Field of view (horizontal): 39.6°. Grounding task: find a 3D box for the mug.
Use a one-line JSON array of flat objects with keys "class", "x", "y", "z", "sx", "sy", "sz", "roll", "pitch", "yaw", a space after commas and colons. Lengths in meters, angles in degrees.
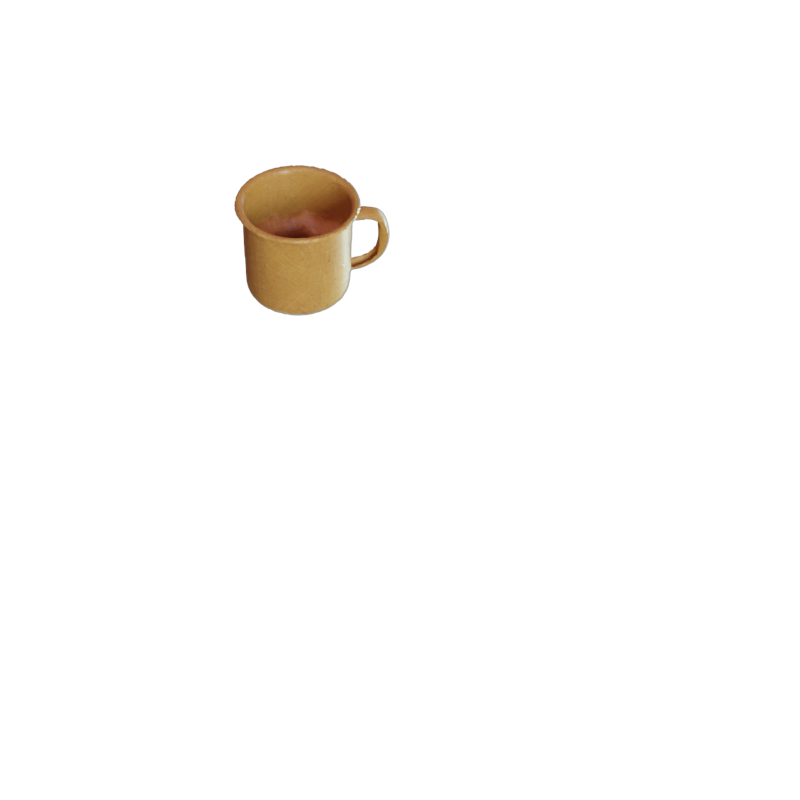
[{"class": "mug", "x": -0.066, "y": -0.121, "z": 0.845, "sx": 0.116, "sy": 0.076, "sz": 0.101, "roll": -8, "pitch": 45, "yaw": -9}]
